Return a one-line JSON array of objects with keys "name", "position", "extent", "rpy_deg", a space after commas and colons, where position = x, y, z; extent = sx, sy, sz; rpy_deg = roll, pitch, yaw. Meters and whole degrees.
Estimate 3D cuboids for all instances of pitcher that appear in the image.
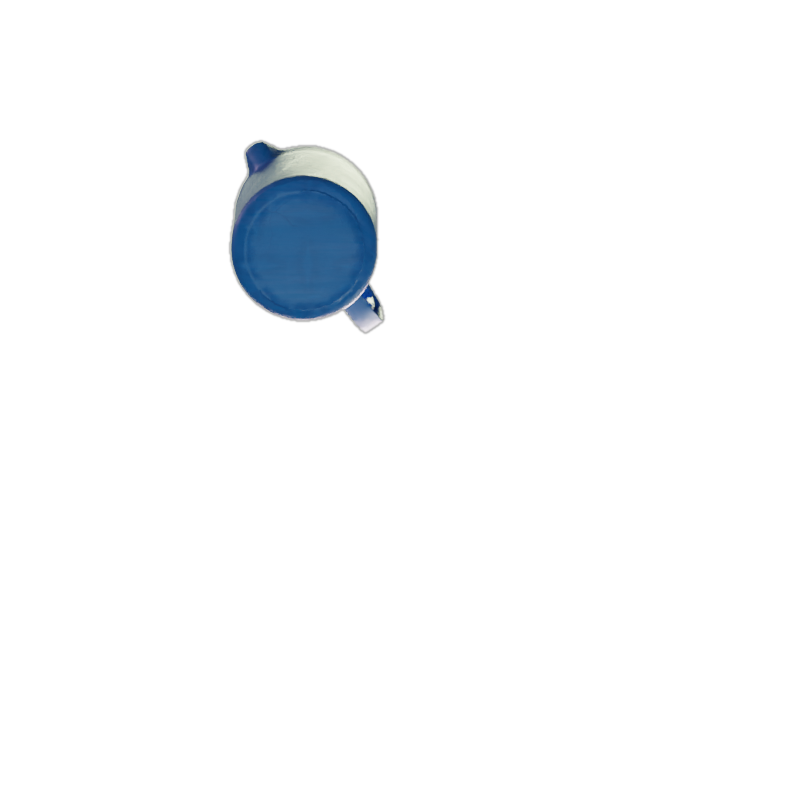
[{"name": "pitcher", "position": [-0.072, -0.131, 0.919], "extent": [0.148, 0.142, 0.250], "rpy_deg": [10, 13, -6]}]
